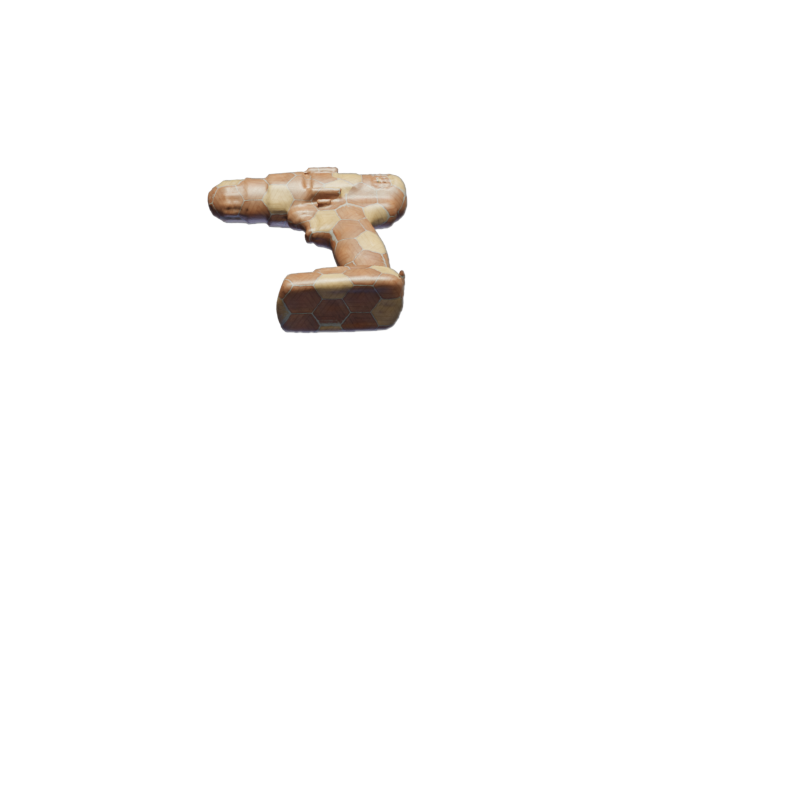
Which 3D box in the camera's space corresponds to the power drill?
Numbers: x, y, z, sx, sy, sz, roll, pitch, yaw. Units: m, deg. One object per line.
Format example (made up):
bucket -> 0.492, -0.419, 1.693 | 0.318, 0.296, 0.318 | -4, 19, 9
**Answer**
power drill -> -0.076, -0.139, 0.972 | 0.183, 0.053, 0.202 | -4, 42, -5
